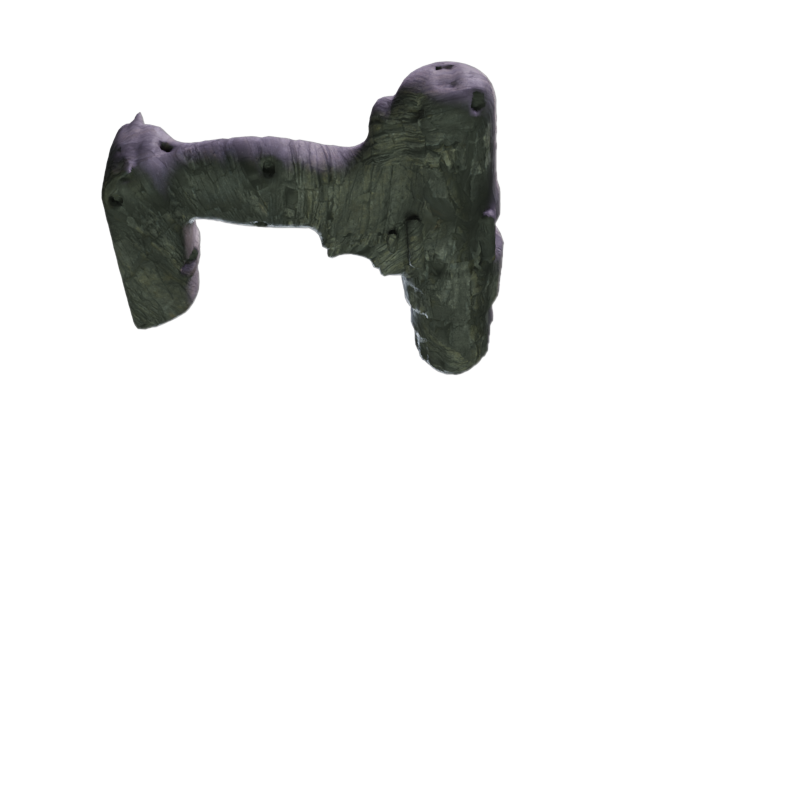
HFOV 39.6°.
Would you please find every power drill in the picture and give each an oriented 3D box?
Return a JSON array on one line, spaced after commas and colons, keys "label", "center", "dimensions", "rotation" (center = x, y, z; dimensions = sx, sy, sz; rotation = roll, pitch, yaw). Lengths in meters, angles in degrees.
[{"label": "power drill", "center": [-0.043, -0.079, 0.551], "dimensions": [0.188, 0.171, 0.062], "rotation": [-3, 42, 2]}]
